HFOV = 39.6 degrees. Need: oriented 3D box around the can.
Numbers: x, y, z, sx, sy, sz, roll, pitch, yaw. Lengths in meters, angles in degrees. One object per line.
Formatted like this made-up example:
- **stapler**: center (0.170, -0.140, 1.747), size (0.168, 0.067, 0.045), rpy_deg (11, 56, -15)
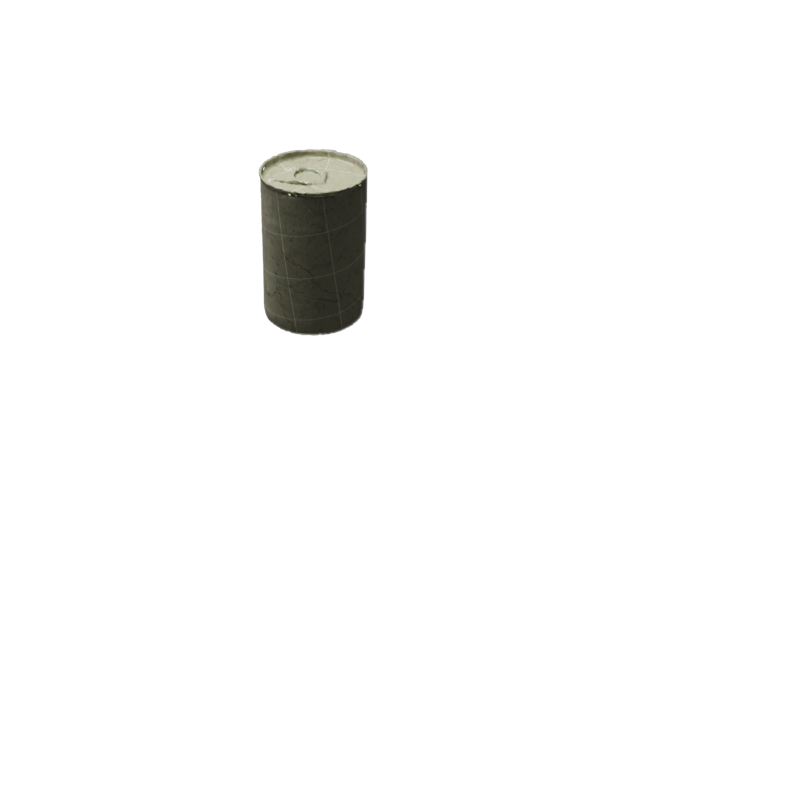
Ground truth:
- **can**: center (-0.056, -0.102, 0.712), size (0.068, 0.096, 0.073), rpy_deg (0, 31, -3)
